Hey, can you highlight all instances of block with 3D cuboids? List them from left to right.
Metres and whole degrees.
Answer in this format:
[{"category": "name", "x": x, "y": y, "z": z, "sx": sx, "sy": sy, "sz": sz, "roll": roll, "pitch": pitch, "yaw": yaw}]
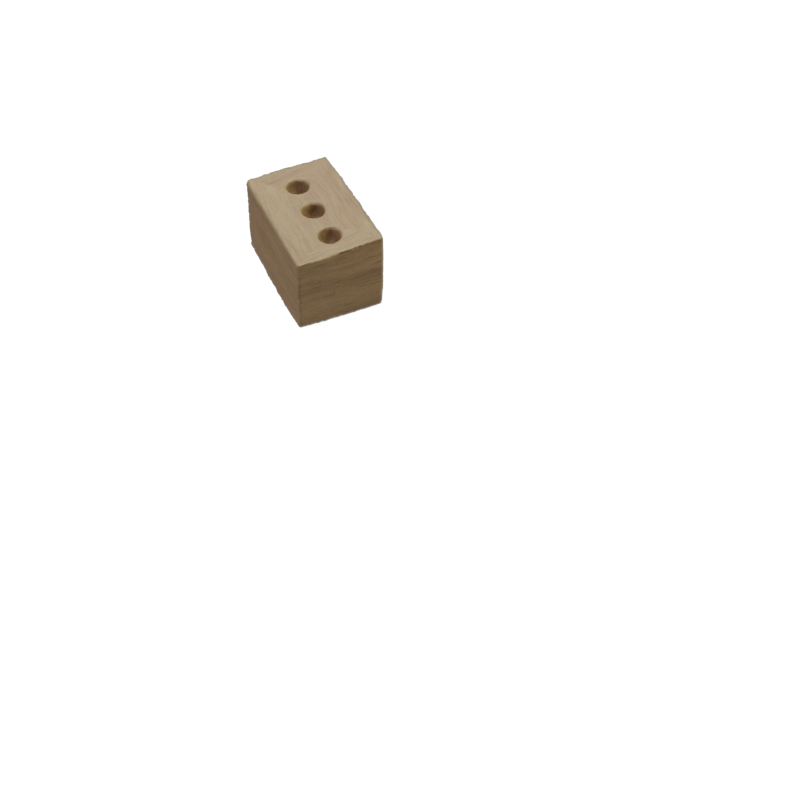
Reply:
[{"category": "block", "x": -0.049, "y": -0.090, "z": 0.632, "sx": 0.052, "sy": 0.048, "sz": 0.084, "roll": -19, "pitch": 51, "yaw": -18}]
